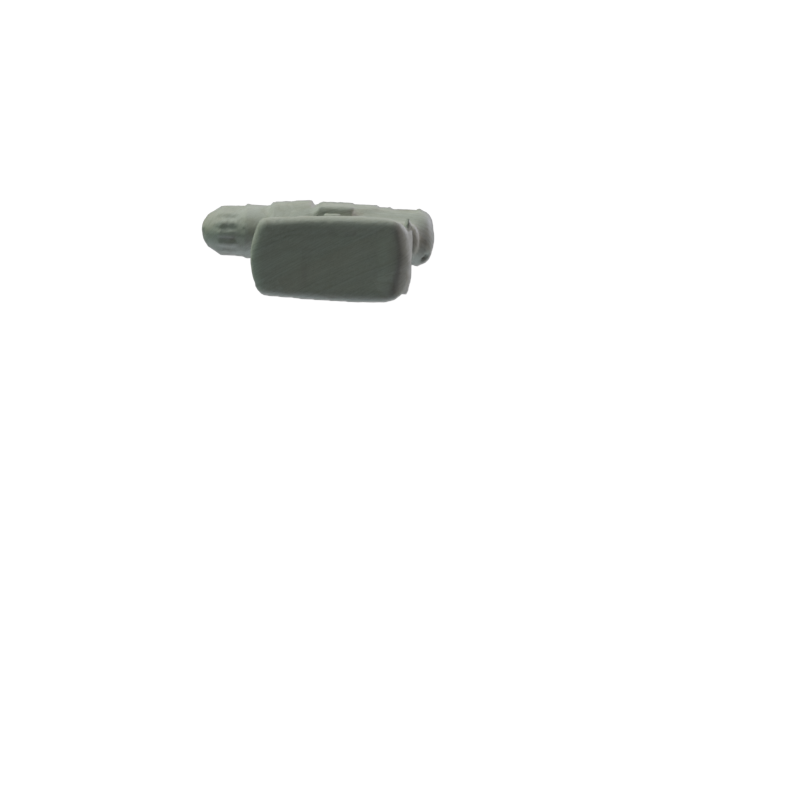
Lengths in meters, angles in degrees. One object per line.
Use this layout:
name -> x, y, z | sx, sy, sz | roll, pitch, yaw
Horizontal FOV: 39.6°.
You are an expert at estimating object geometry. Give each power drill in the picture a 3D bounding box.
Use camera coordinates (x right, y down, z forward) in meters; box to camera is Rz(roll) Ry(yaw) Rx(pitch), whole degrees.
power drill -> -0.064, -0.116, 0.814 | 0.185, 0.056, 0.193 | 0, 15, 0
